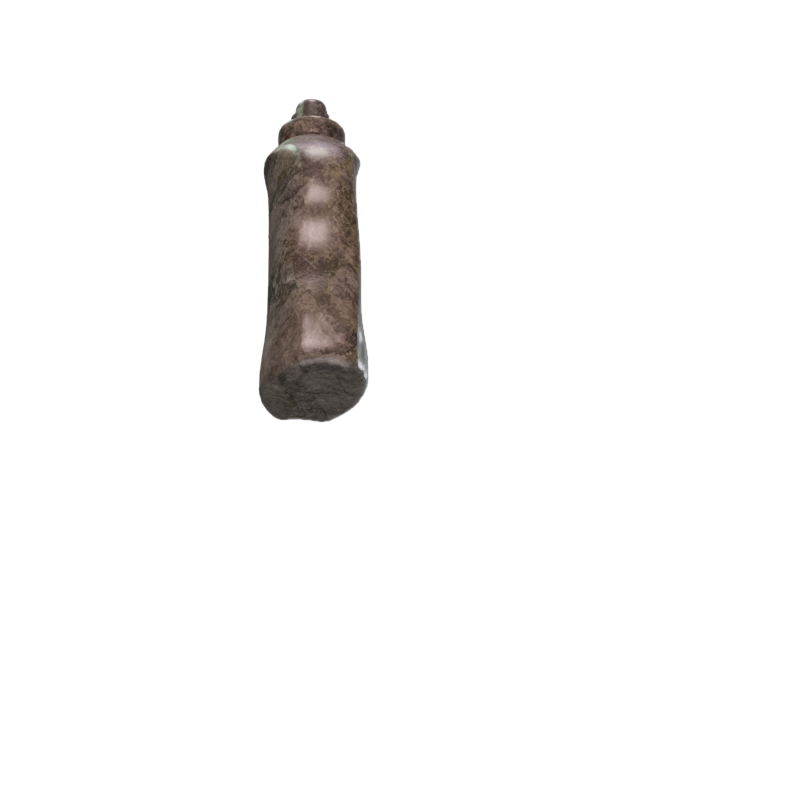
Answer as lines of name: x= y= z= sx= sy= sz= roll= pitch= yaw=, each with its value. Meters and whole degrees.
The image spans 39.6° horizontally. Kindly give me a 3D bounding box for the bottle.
bottle: x=-0.051 y=-0.092 z=0.643 sx=0.058 sy=0.203 sz=0.092 roll=3 pitch=-26 yaw=-10
